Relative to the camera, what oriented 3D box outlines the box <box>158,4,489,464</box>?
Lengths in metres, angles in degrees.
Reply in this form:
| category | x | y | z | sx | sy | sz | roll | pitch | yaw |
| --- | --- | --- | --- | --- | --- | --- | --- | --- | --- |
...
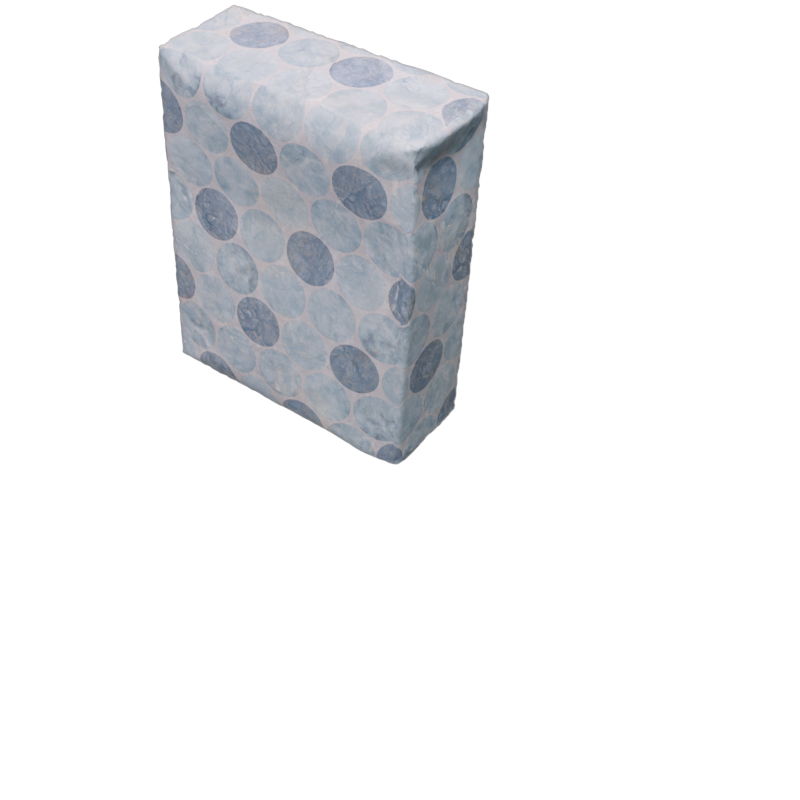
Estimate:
| category | x | y | z | sx | sy | sz | roll | pitch | yaw |
| --- | --- | --- | --- | --- | --- | --- | --- | --- | --- |
| box | -0.048 | -0.087 | 0.607 | 0.173 | 0.199 | 0.073 | 27 | 46 | 26 |
